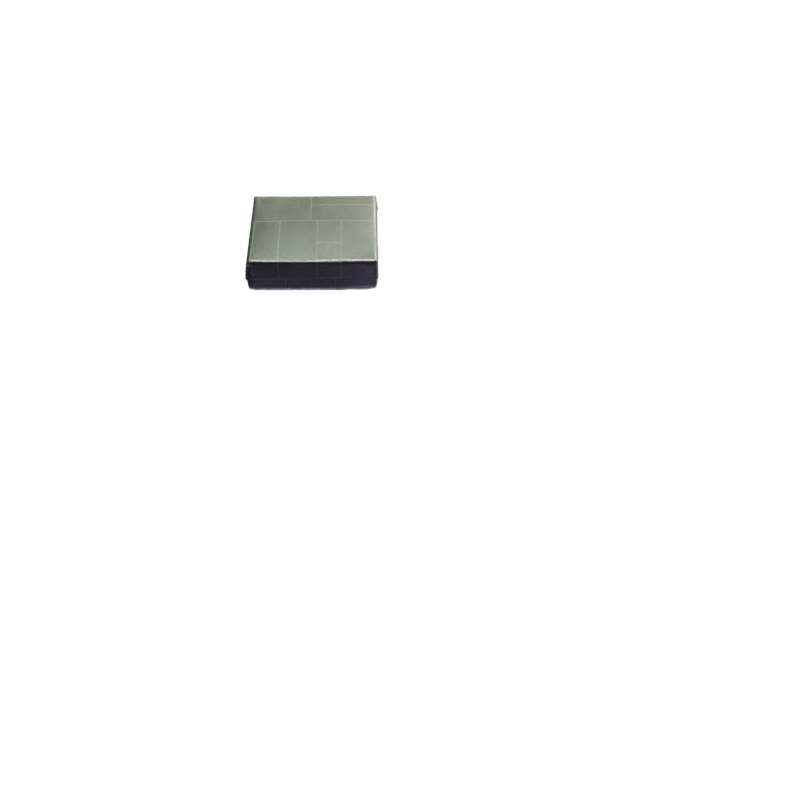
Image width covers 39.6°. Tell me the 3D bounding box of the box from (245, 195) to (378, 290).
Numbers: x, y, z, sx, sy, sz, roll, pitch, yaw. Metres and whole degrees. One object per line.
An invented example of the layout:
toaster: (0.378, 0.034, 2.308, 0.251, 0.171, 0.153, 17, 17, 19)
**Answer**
box: (-0.076, -0.138, 0.966, 0.113, 0.096, 0.036, 0, -44, 0)
